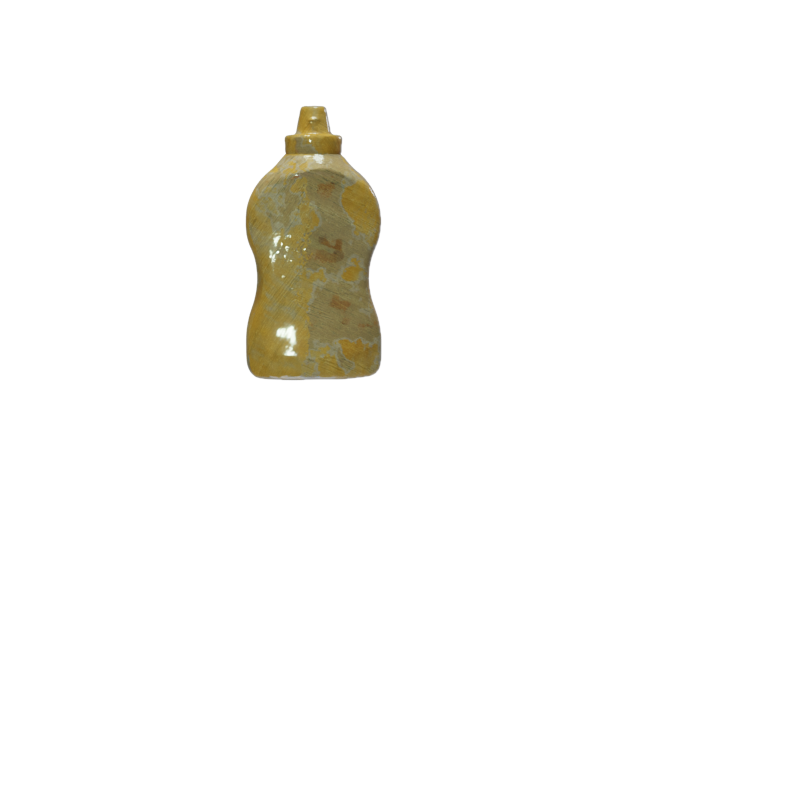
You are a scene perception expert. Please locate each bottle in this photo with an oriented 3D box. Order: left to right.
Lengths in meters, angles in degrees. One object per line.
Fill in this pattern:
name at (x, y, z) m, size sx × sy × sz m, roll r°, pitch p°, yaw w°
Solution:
bottle at (-0.062, -0.113, 0.790) m, size 0.095 × 0.190 × 0.059 m, roll 0°, pitch 3°, yaw -6°
